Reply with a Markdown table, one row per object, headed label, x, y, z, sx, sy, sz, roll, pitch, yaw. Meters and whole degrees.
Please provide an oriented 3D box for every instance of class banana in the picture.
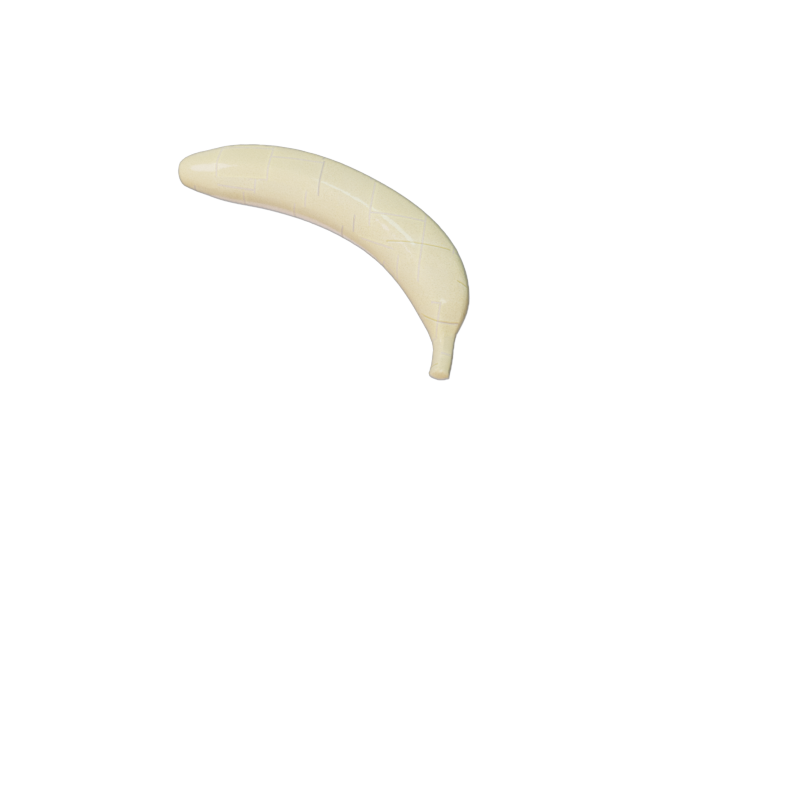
| label | x | y | z | sx | sy | sz | roll | pitch | yaw |
| --- | --- | --- | --- | --- | --- | --- | --- | --- | --- |
| banana | -0.032 | -0.096 | 0.608 | 0.208 | 0.071 | 0.034 | 38 | -25 | 21 |
